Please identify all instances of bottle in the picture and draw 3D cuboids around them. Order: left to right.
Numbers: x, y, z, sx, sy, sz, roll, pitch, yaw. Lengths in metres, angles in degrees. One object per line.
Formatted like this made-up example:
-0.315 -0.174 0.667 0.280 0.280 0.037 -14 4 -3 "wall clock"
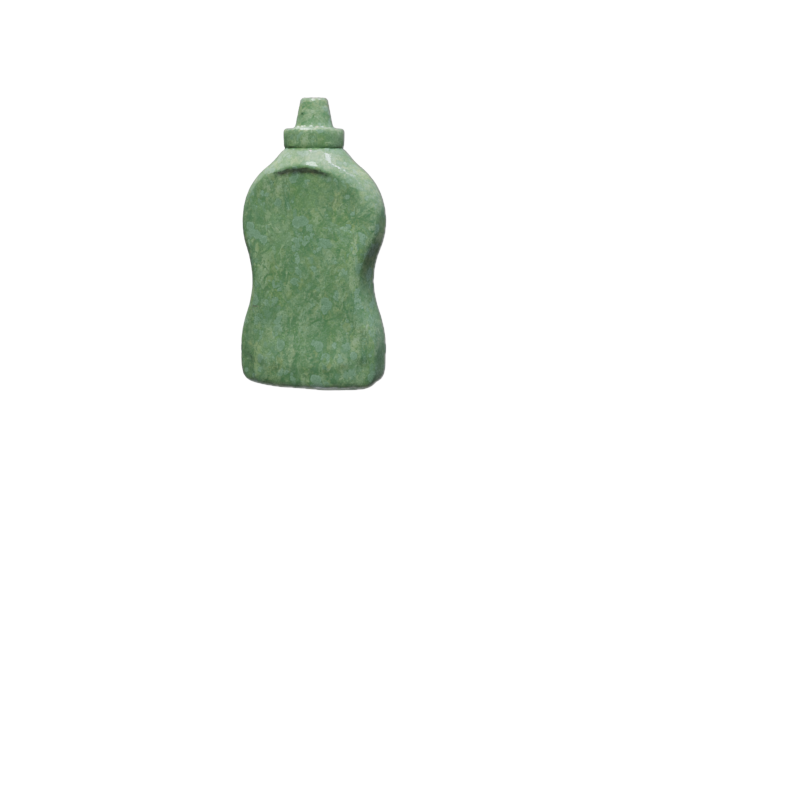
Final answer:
-0.058 -0.106 0.744 0.099 0.189 0.058 3 6 19 "bottle"
